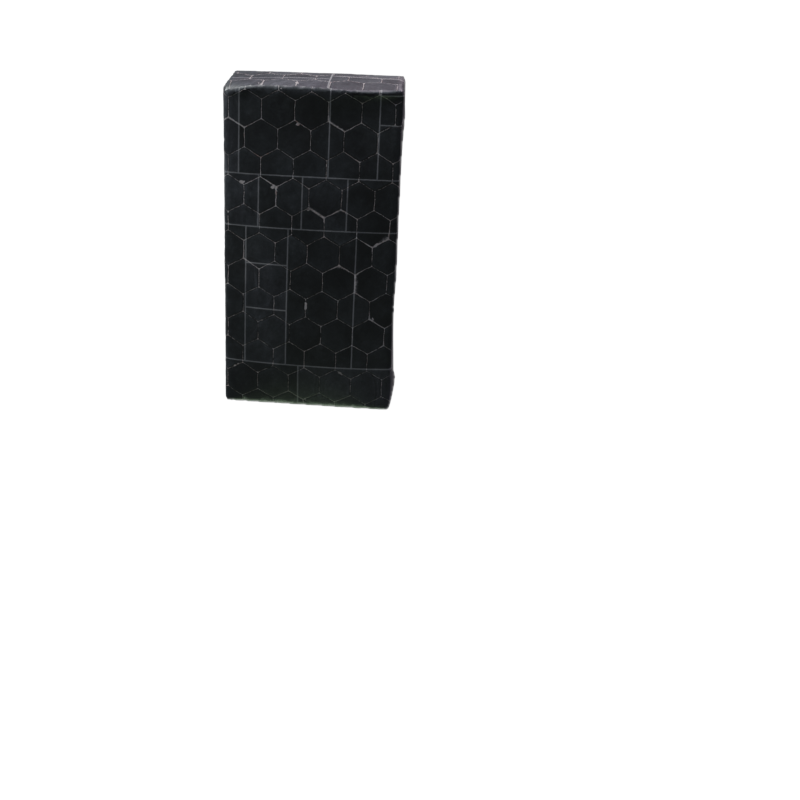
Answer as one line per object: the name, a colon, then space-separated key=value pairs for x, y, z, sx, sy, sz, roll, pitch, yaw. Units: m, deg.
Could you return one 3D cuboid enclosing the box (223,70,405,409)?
box: x=-0.047 y=-0.084 z=0.592 sx=0.094 sy=0.168 sz=0.050 roll=3 pitch=23 yaw=4
